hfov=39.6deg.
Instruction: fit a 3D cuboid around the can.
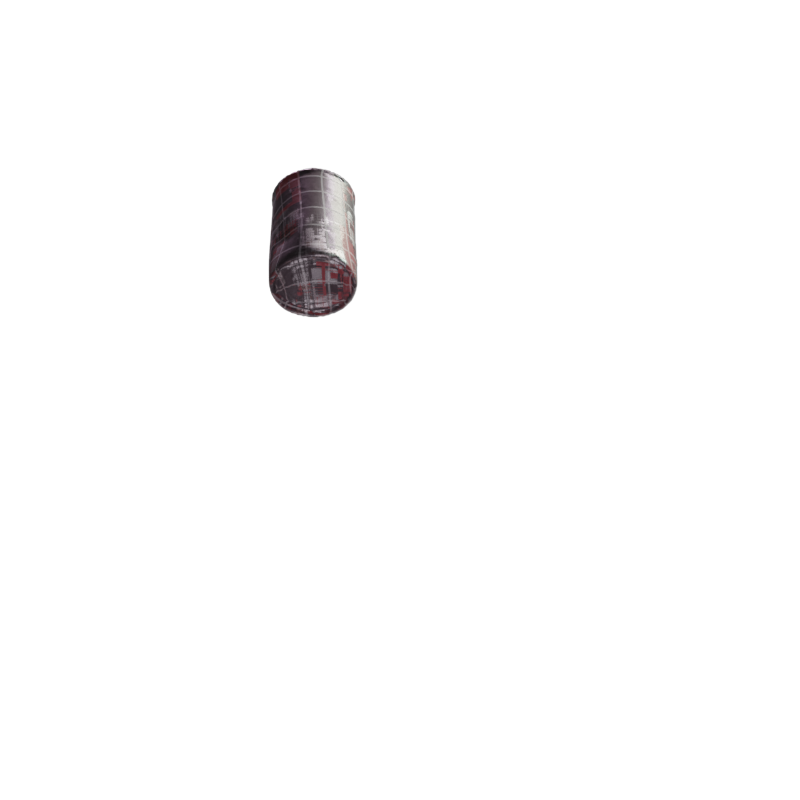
[{"bbox_3d":[-0.068,-0.123,0.863,0.068,0.110,0.064,-1,-45,-3],"label":"can"}]
